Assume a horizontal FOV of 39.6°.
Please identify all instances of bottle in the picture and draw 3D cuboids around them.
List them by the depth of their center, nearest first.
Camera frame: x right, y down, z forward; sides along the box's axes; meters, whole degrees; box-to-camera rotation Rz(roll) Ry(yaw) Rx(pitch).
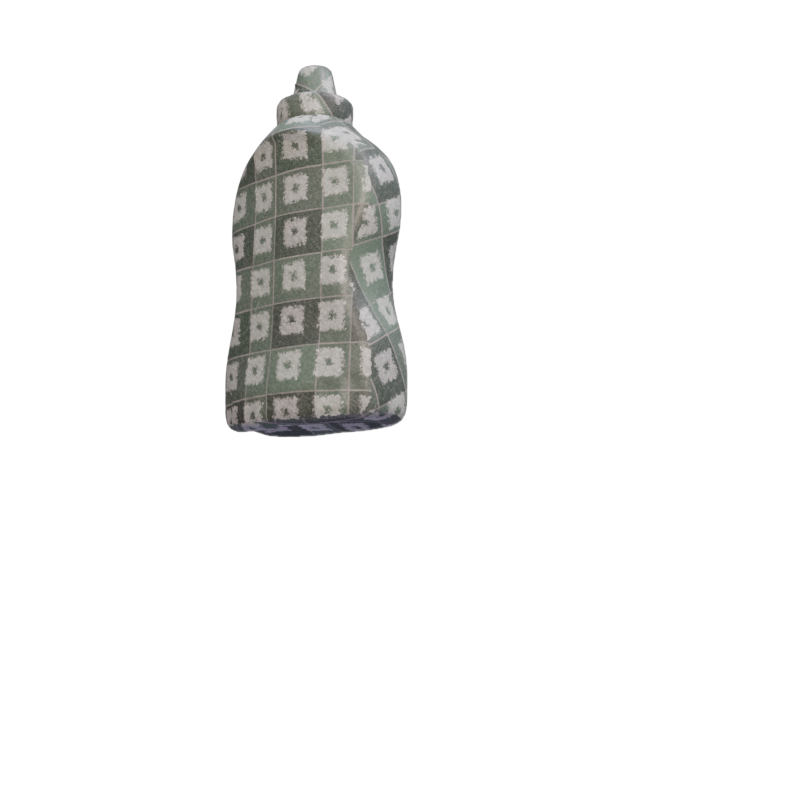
[{"bbox_3d":[-0.044,-0.081,0.568,0.098,0.199,0.055,-13,-19,38],"label":"bottle"}]
